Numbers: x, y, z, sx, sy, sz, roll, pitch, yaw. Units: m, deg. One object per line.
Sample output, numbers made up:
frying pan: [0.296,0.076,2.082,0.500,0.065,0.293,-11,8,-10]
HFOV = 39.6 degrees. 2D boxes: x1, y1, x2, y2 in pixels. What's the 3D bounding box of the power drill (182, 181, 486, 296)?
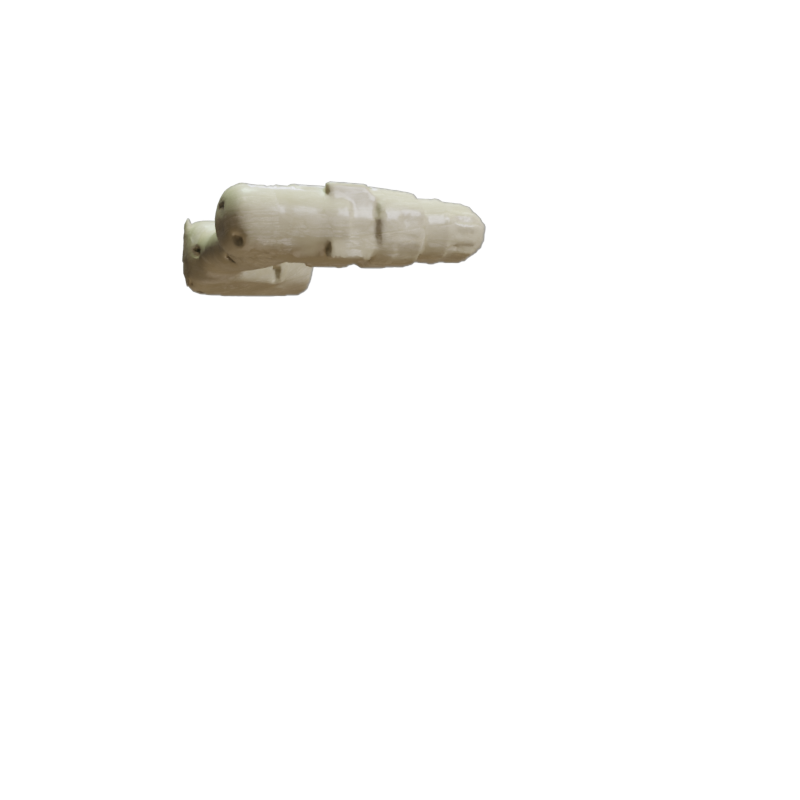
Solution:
power drill: [-0.060,-0.109,0.766,0.178,0.058,0.190,2,-4,-26]
